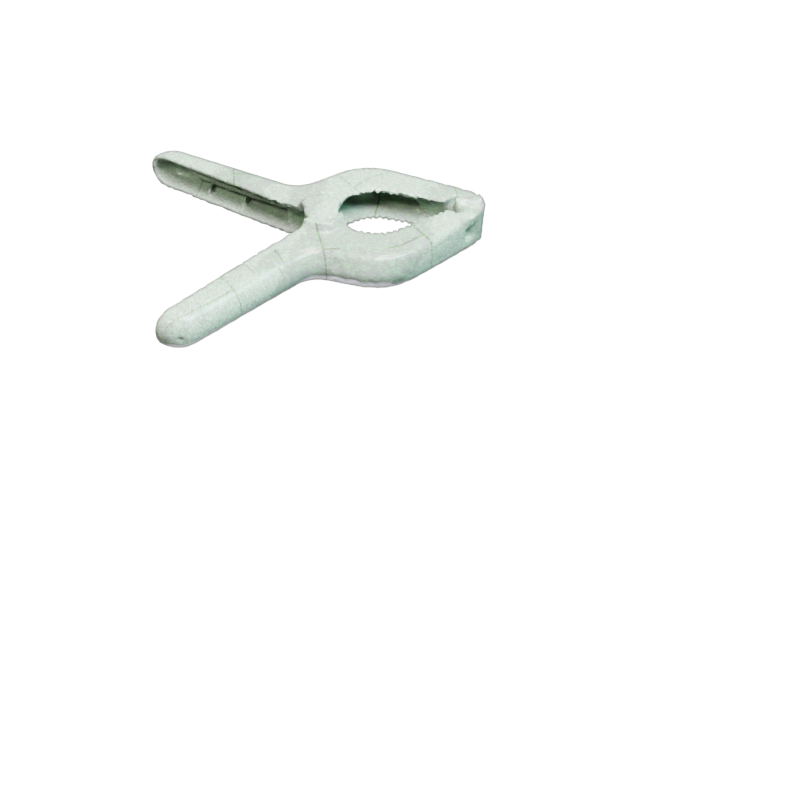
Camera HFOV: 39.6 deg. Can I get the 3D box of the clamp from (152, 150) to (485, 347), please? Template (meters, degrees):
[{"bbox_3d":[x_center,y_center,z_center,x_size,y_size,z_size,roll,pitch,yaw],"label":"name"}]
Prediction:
[{"bbox_3d":[-0.052,-0.096,0.669,0.210,0.177,0.034,-1,-43,-1],"label":"clamp"}]
